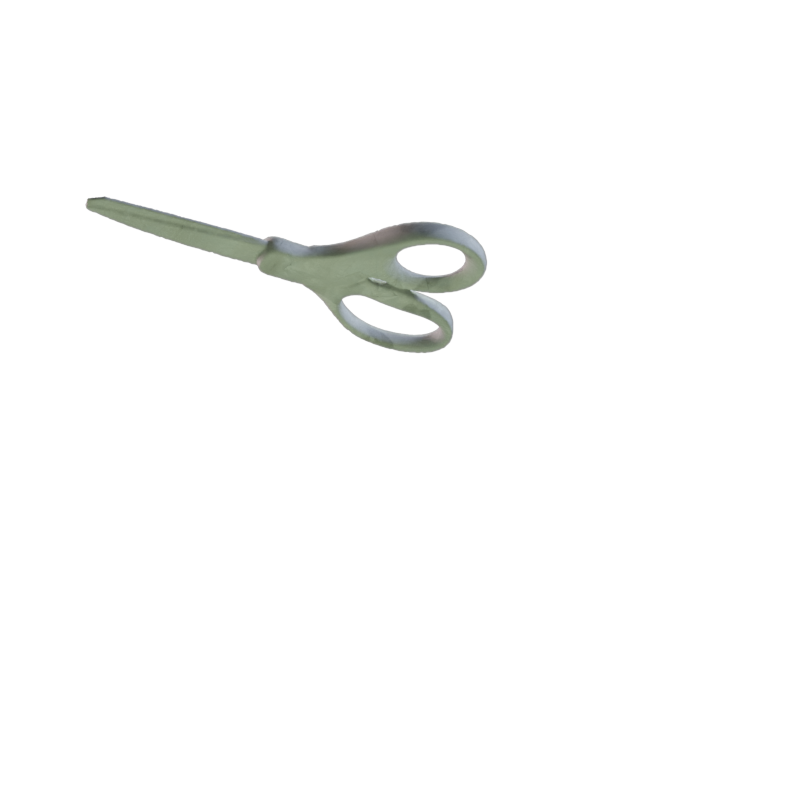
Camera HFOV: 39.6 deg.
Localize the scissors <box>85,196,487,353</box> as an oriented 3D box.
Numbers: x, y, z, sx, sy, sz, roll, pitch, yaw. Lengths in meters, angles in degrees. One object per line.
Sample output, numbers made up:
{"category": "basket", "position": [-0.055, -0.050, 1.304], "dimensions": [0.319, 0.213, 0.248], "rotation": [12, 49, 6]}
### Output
{"category": "scissors", "position": [-0.042, -0.077, 0.542], "dimensions": [0.191, 0.017, 0.095], "rotation": [27, -48, -28]}
